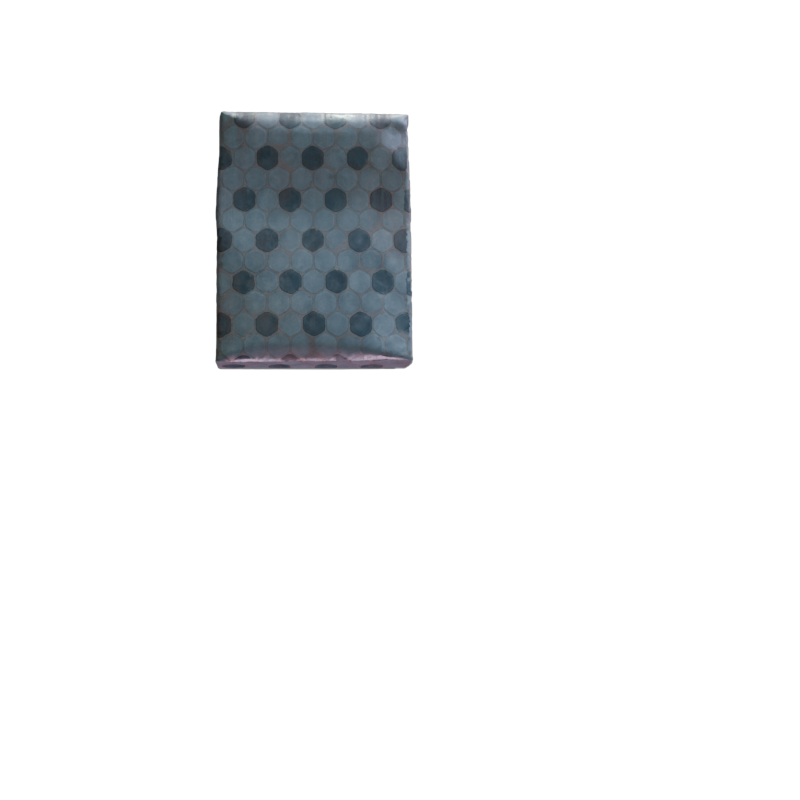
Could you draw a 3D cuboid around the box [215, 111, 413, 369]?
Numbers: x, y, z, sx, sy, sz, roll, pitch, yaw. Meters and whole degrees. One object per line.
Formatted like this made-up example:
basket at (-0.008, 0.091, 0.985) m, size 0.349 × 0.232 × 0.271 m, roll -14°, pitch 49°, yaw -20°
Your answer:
box at (-0.074, -0.134, 0.939) m, size 0.163 × 0.219 × 0.070 m, roll 0°, pitch -10°, yaw -4°
